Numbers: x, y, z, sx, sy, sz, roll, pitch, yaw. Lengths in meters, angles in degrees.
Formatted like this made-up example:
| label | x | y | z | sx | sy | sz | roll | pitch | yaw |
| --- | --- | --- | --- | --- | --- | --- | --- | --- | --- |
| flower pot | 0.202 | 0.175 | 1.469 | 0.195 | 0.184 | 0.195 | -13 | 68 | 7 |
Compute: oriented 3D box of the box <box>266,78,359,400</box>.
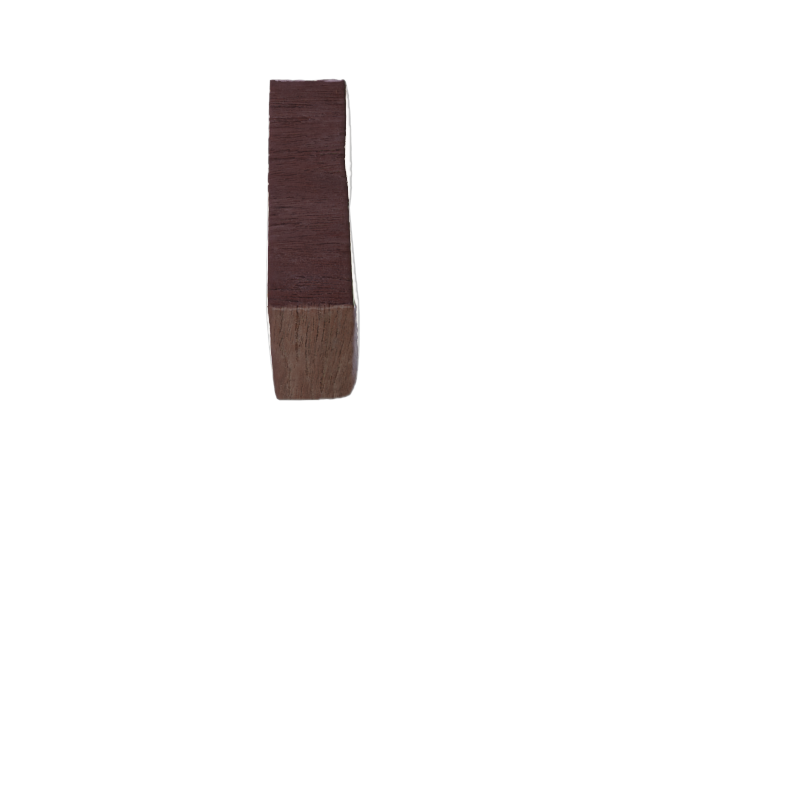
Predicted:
| label | x | y | z | sx | sy | sz | roll | pitch | yaw |
| --- | --- | --- | --- | --- | --- | --- | --- | --- | --- |
| box | -0.071 | -0.129 | 0.906 | 0.072 | 0.228 | 0.154 | -1 | -29 | -3 |
